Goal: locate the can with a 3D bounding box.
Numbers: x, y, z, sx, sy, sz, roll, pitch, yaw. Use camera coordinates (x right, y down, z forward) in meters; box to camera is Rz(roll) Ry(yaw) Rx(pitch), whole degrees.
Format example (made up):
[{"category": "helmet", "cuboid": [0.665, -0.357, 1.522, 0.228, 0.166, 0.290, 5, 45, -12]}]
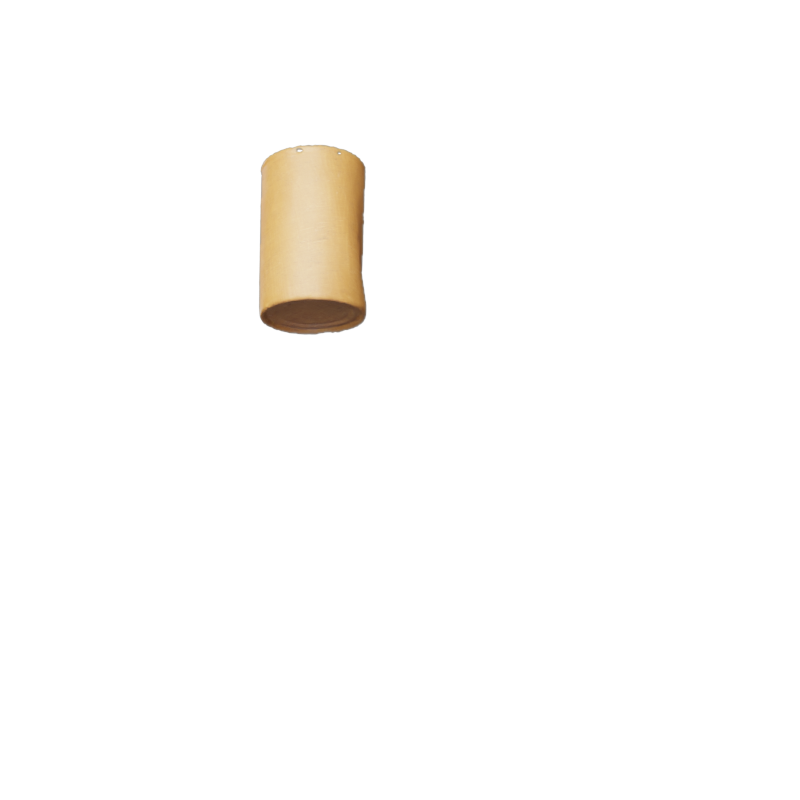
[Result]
[{"category": "can", "cuboid": [-0.054, -0.099, 0.696, 0.068, 0.108, 0.065, 0, -21, -2]}]
